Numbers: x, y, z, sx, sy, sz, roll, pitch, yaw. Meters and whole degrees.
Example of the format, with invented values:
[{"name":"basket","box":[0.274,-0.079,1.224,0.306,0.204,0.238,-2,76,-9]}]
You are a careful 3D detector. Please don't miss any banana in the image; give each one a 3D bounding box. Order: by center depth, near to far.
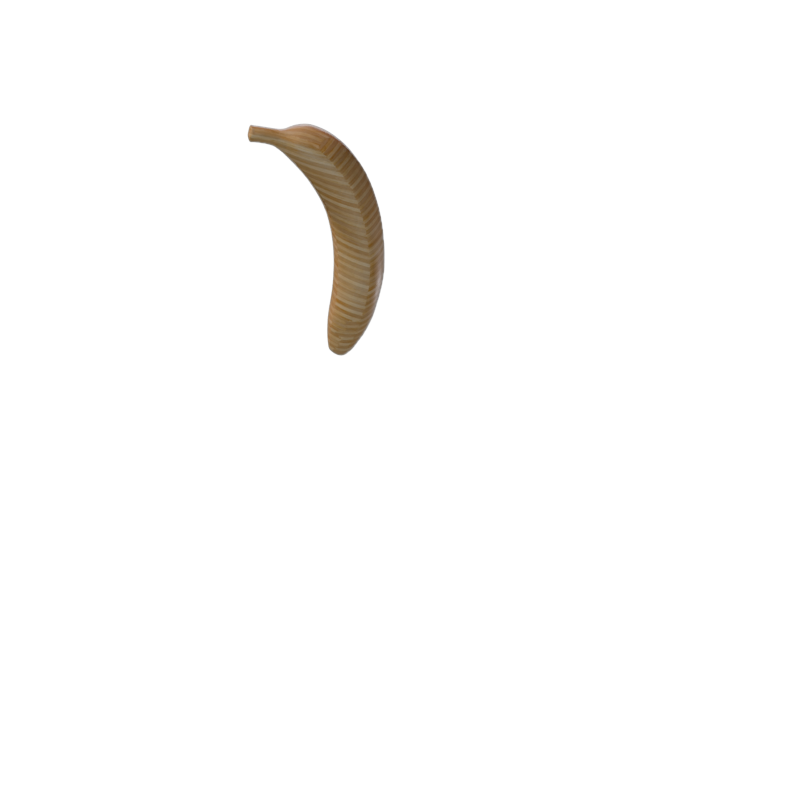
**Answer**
[{"name":"banana","box":[-0.046,-0.123,0.800,0.070,0.185,0.039,-16,28,8]}]
